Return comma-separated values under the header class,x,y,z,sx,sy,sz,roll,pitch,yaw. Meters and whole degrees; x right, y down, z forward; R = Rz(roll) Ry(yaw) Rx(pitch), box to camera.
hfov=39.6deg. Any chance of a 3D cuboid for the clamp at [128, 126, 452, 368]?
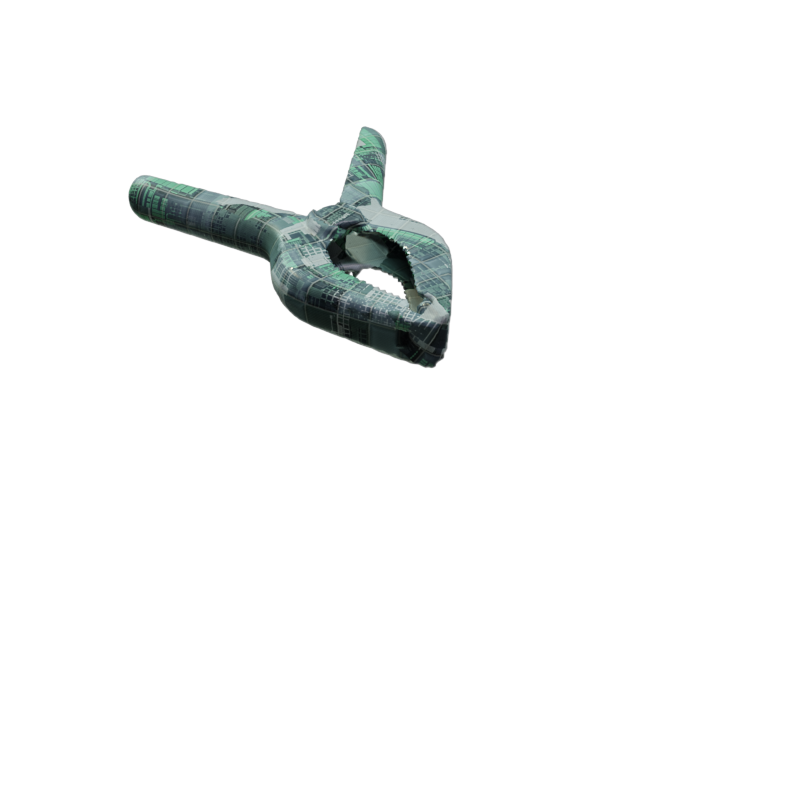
class,x,y,z,sx,sy,sz,roll,pitch,yaw
clamp,-0.046,-0.085,0.592,0.162,0.034,0.227,-14,40,-18
